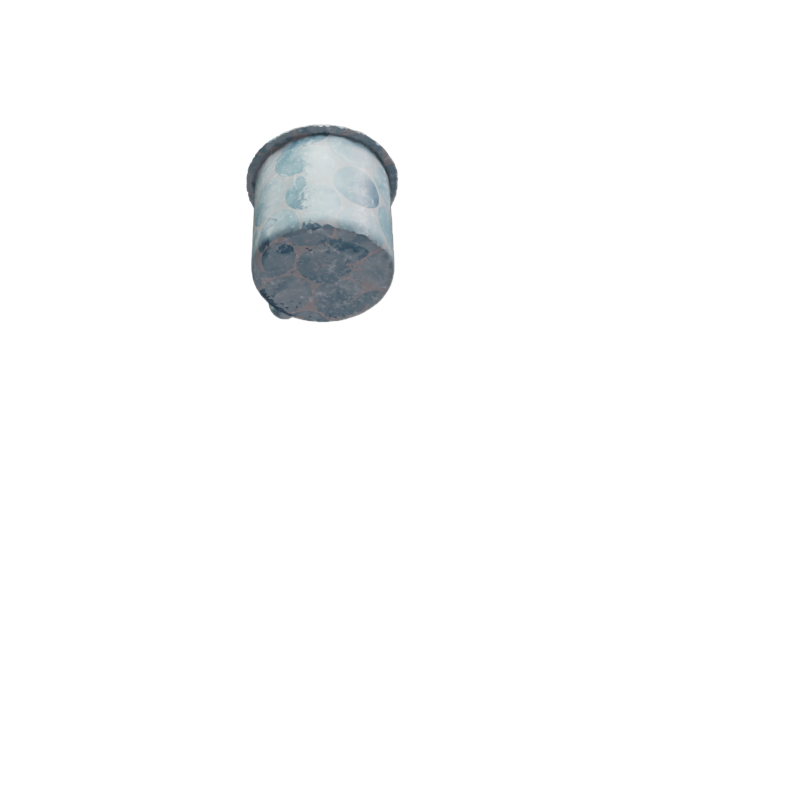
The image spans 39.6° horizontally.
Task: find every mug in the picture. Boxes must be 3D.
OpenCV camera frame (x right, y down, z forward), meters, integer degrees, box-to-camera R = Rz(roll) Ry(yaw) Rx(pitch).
[{"bbox_3d":[-0.051,-0.094,0.658,0.090,0.087,0.113,20,-46,-22],"label":"mug"}]
